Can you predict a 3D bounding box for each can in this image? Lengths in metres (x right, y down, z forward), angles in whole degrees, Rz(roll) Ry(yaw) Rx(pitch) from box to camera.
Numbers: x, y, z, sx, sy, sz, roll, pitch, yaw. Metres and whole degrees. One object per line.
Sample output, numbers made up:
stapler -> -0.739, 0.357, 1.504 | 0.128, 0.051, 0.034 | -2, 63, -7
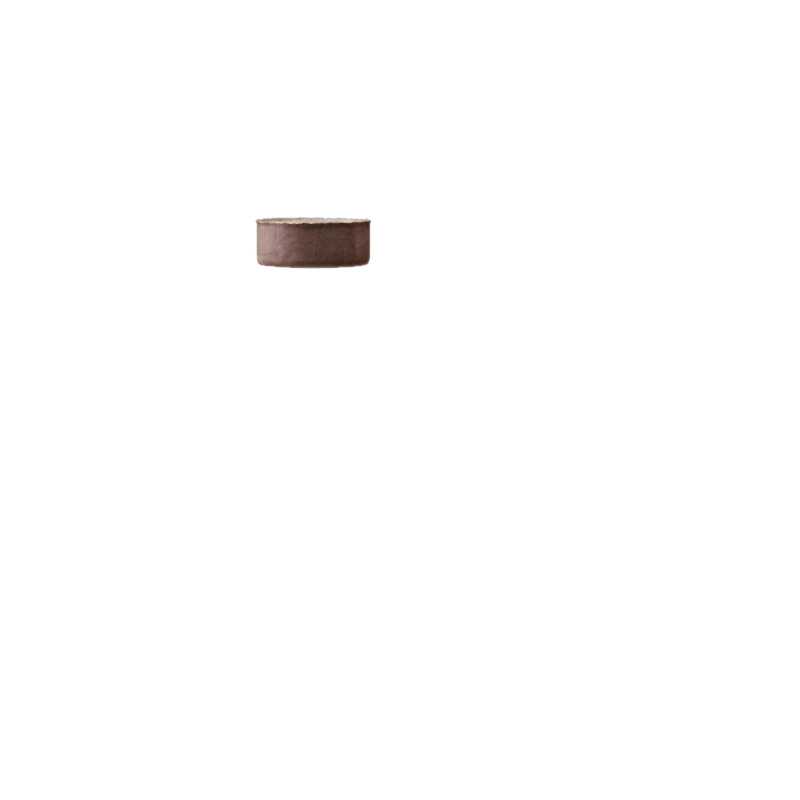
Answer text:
can -> -0.064, -0.118, 0.824 | 0.086, 0.033, 0.088 | 0, 10, -2
